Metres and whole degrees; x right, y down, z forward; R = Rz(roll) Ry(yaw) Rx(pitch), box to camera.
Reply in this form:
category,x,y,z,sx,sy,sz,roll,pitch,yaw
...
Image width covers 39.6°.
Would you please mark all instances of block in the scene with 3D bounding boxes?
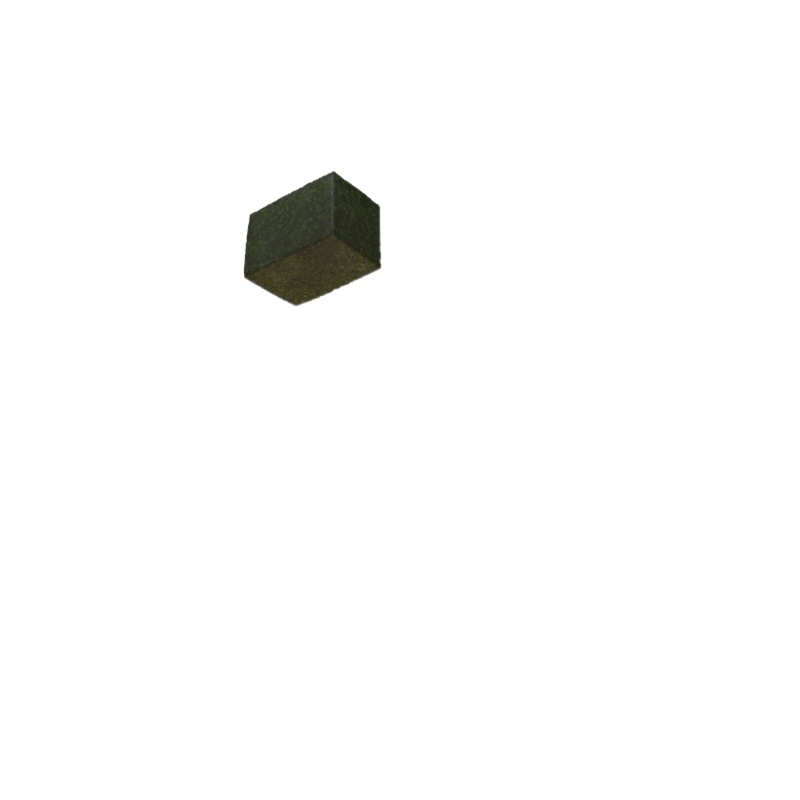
category,x,y,z,sx,sy,sz,roll,pitch,yaw
block,-0.058,-0.105,0.737,0.078,0.055,0.049,-21,-36,31
